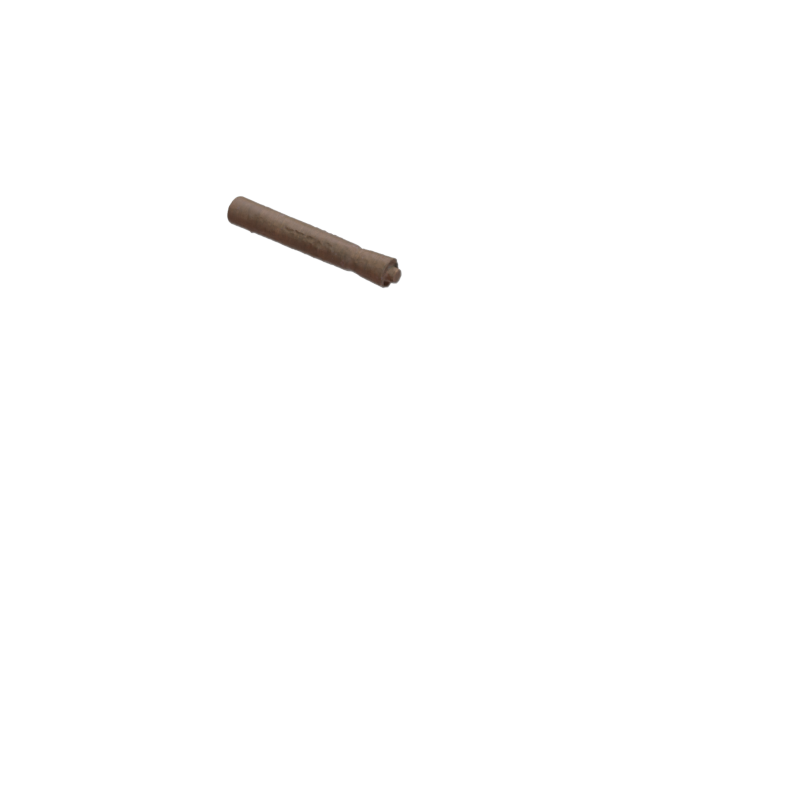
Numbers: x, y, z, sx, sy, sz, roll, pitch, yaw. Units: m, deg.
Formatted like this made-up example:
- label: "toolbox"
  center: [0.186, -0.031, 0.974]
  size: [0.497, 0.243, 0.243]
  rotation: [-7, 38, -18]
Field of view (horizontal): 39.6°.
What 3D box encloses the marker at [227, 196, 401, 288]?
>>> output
- label: "marker"
  center: [-0.053, -0.096, 0.671]
  size: [0.127, 0.019, 0.019]
  rotation: [26, 15, 27]
